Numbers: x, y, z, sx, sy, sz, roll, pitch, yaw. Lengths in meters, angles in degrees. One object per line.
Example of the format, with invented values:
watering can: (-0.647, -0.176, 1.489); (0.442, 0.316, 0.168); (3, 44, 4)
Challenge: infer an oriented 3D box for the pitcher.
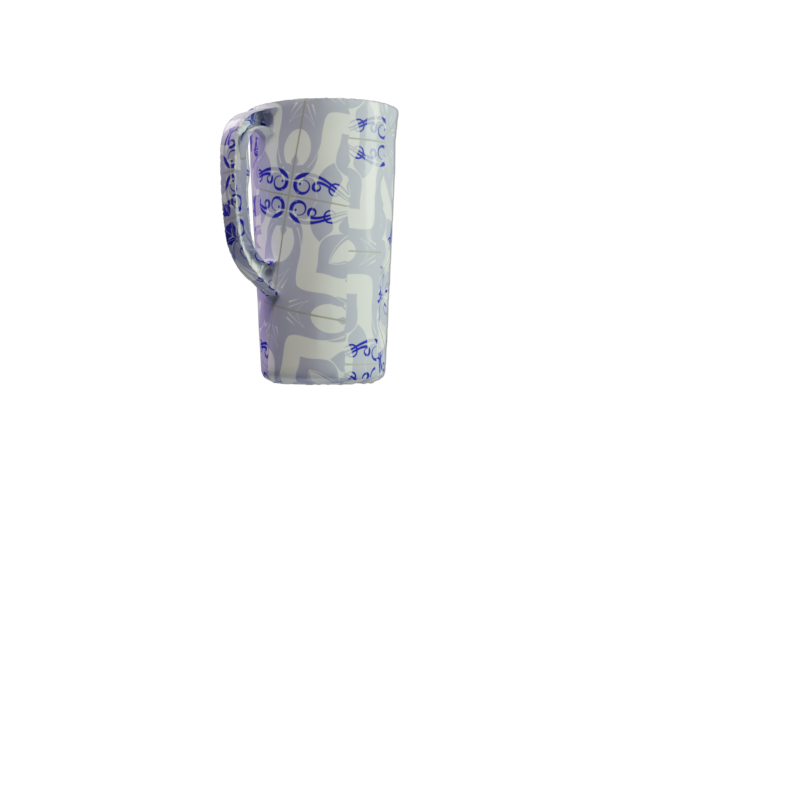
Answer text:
pitcher: (-0.075, -0.137, 0.958); (0.149, 0.245, 0.144); (0, -3, 0)
